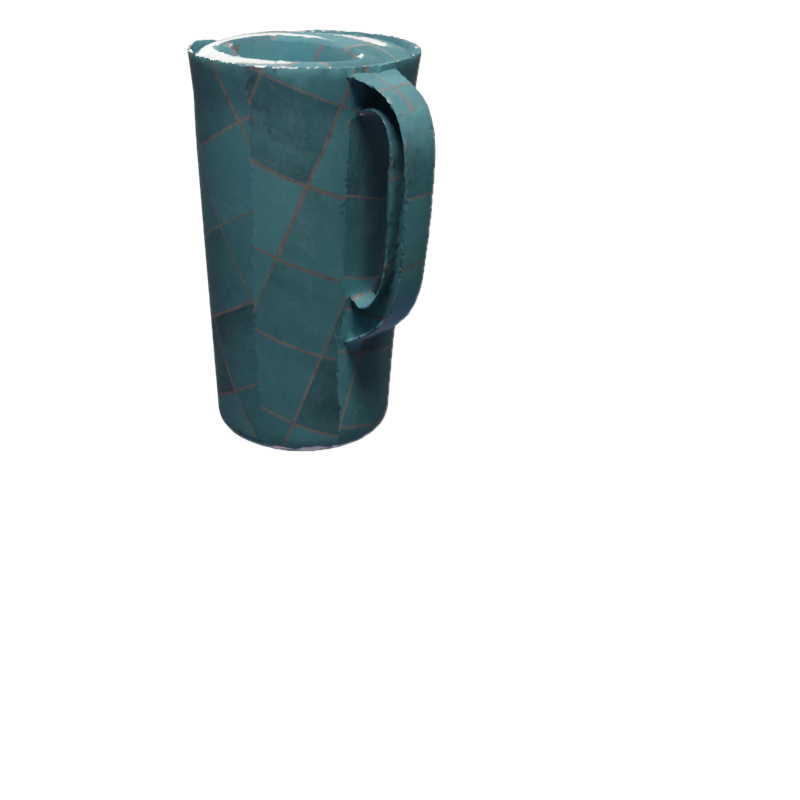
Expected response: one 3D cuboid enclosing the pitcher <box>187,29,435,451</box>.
[{"bbox_3d":[-0.052,-0.094,0.658,0.146,0.232,0.155,3,22,5],"label":"pitcher"}]
